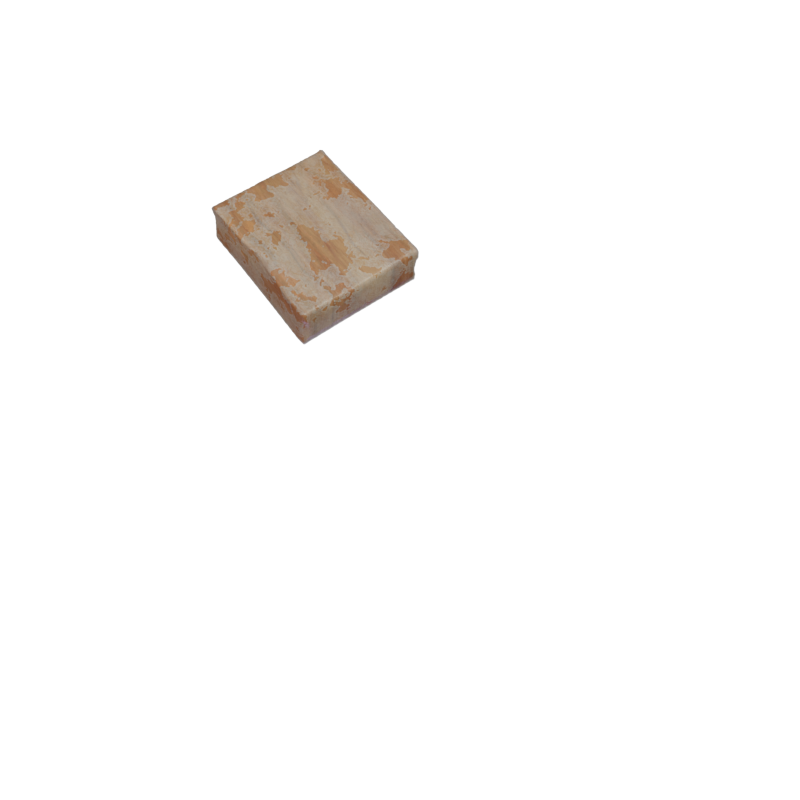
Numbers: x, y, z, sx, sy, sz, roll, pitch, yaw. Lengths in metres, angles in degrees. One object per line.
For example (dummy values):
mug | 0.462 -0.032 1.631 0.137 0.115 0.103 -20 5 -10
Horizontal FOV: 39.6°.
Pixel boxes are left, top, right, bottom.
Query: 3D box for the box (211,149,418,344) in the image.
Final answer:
box | -0.046 -0.084 0.588 0.073 0.095 0.028 -30 -29 -19
